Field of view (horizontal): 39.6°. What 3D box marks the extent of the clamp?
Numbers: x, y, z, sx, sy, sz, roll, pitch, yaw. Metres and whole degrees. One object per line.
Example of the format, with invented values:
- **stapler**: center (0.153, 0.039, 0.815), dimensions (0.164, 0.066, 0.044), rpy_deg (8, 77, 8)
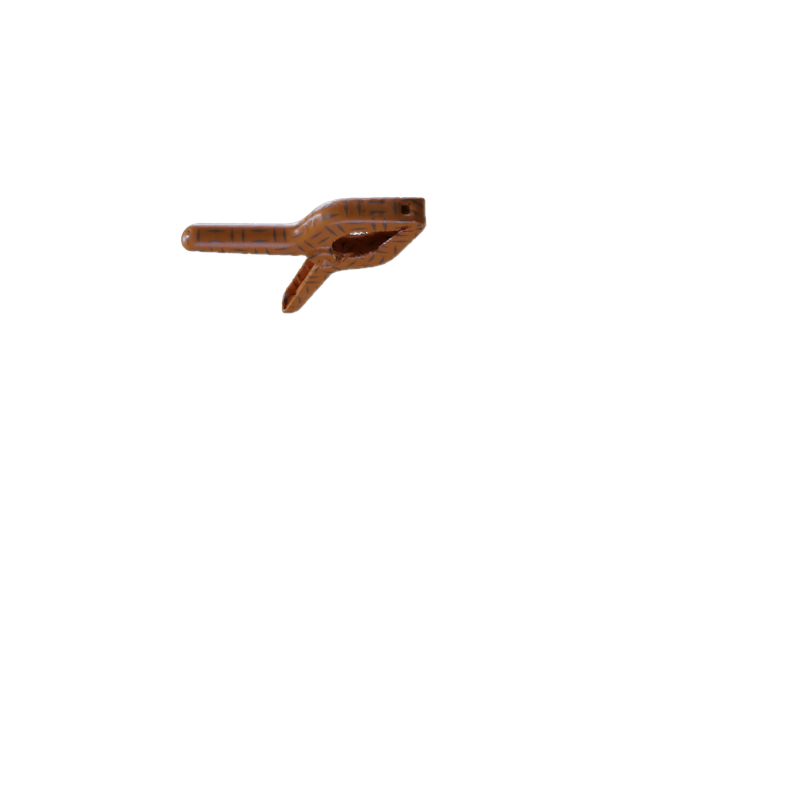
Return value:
- **clamp**: center (-0.076, -0.139, 0.977), dimensions (0.212, 0.038, 0.154), rpy_deg (-18, -29, 35)
